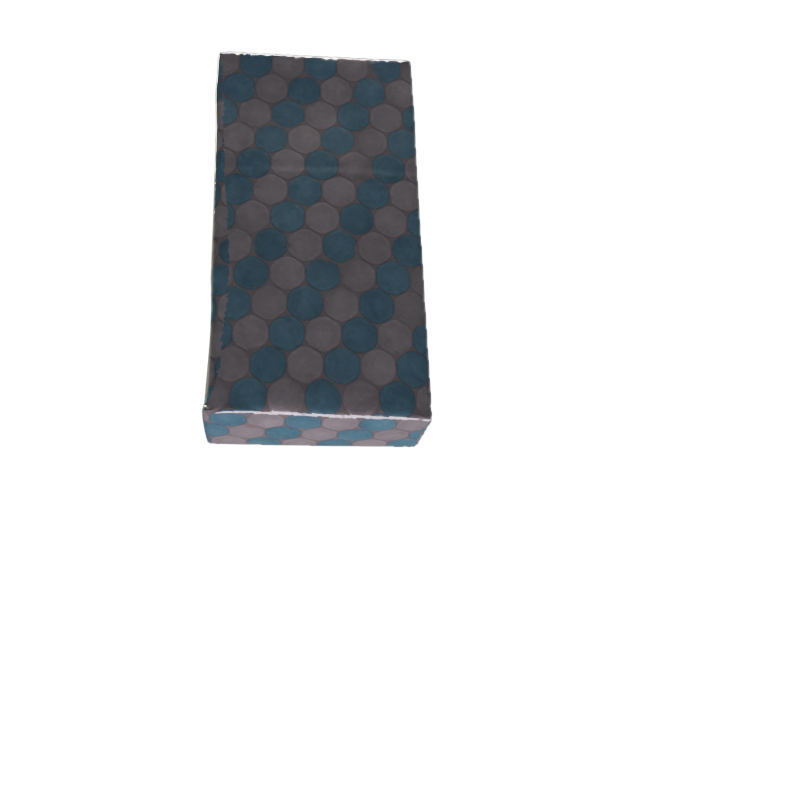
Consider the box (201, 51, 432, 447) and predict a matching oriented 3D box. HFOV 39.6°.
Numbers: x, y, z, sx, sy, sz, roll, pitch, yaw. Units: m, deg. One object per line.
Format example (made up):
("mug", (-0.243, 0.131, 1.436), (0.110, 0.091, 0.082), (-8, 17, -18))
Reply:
("box", (-0.039, -0.070, 0.494), (0.093, 0.187, 0.046), (1, -27, -6))
